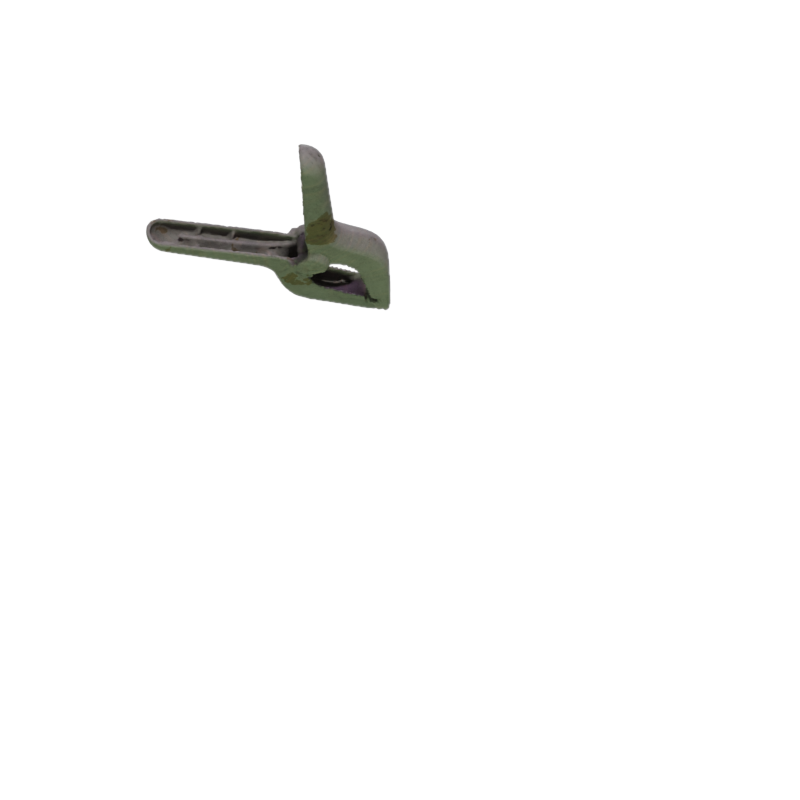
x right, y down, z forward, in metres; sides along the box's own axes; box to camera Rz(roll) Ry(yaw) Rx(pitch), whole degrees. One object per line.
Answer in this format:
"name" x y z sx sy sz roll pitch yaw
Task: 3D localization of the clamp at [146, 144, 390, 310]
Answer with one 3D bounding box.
"clamp" -0.067 -0.123 0.862 0.165 0.039 0.197 -23 -34 39
